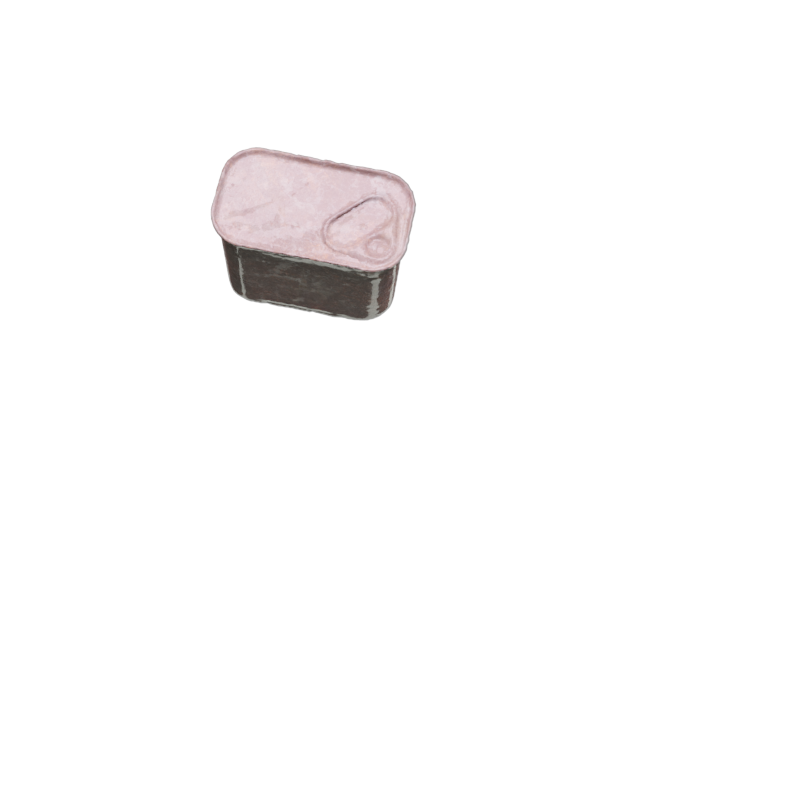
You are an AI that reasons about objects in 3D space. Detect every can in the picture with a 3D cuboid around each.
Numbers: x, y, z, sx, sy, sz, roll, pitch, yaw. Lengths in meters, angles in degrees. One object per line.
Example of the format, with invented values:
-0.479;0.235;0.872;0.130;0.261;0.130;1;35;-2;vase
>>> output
-0.047;-0.086;0.600;0.103;0.060;0.080;11;-20;3;can
